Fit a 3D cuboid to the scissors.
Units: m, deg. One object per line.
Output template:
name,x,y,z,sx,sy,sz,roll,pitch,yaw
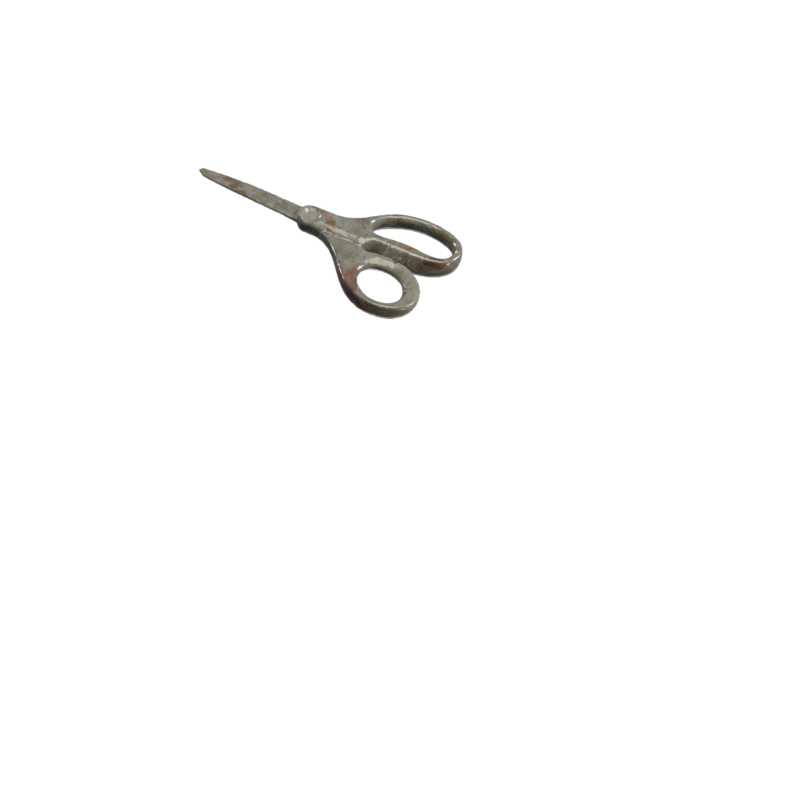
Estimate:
scissors,-0.060,-0.109,0.764,0.206,0.101,0.015,13,-39,11
